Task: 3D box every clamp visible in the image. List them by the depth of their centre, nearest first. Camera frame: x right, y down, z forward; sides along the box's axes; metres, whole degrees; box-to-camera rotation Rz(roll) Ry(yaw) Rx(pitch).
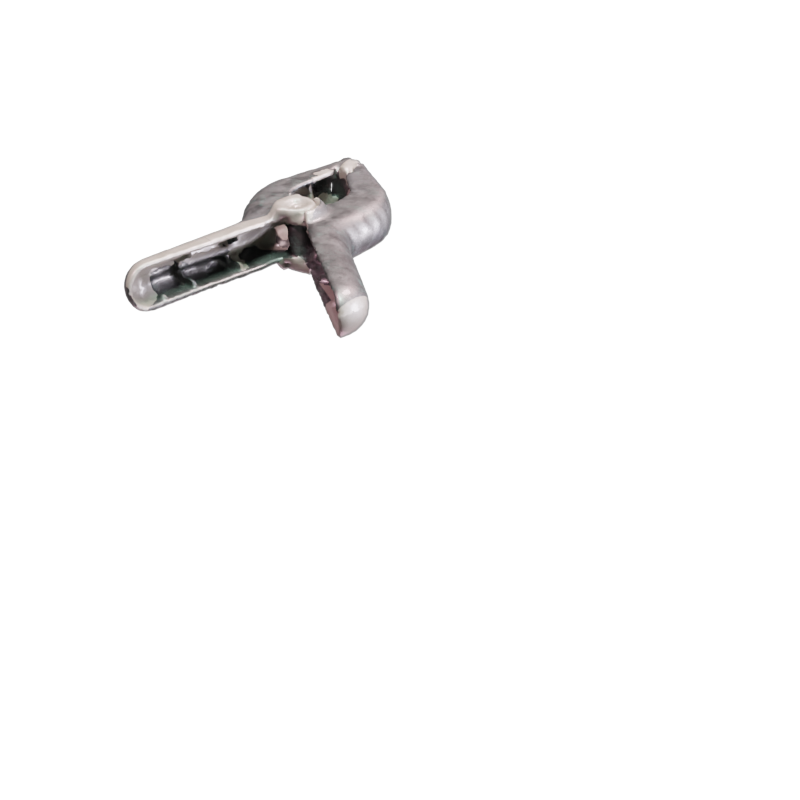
[{"bbox_3d":[-0.044,-0.080,0.563,0.125,0.037,0.175,17,38,22],"label":"clamp"}]
